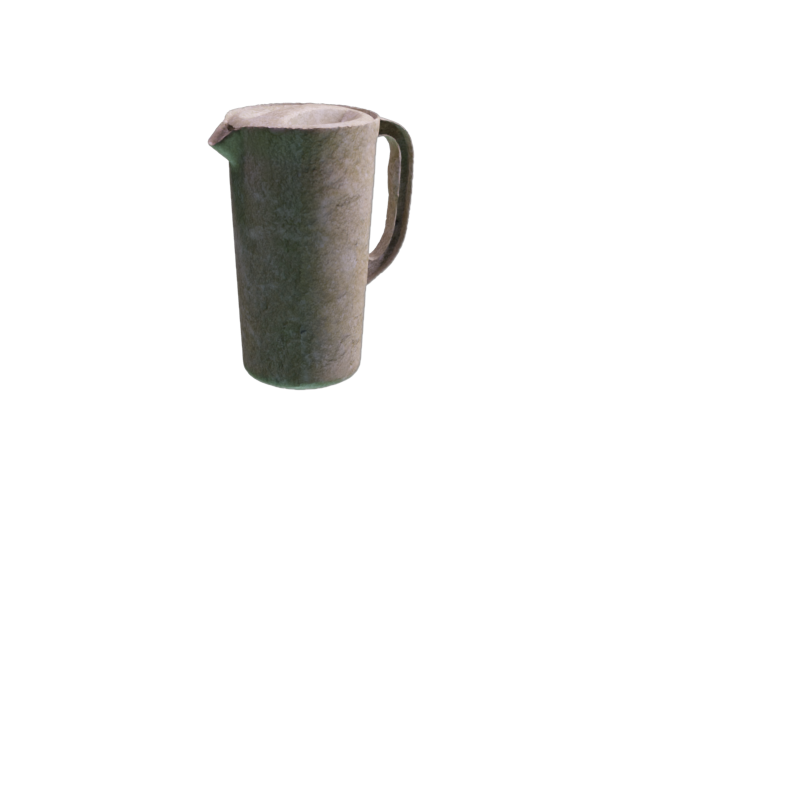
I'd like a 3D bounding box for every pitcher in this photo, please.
[{"bbox_3d":[-0.077,-0.140,0.982,0.153,0.233,0.147,7,20,17],"label":"pitcher"}]
